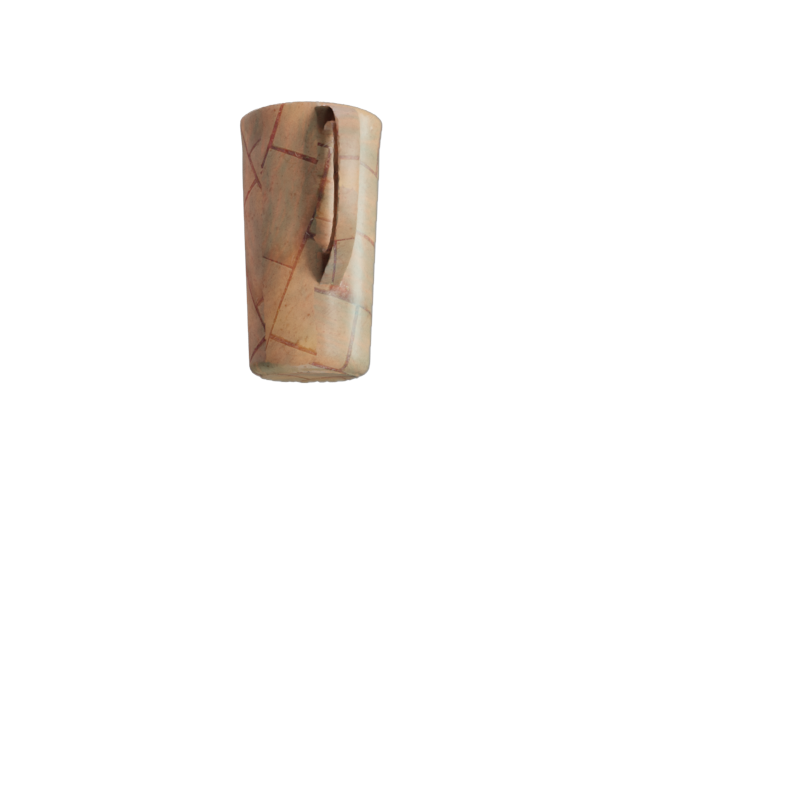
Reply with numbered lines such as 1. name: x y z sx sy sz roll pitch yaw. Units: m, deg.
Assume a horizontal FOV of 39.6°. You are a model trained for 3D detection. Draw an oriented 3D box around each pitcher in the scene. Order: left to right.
1. pitcher: -0.078 -0.143 1.000 0.148 0.250 0.142 -5 -12 23
